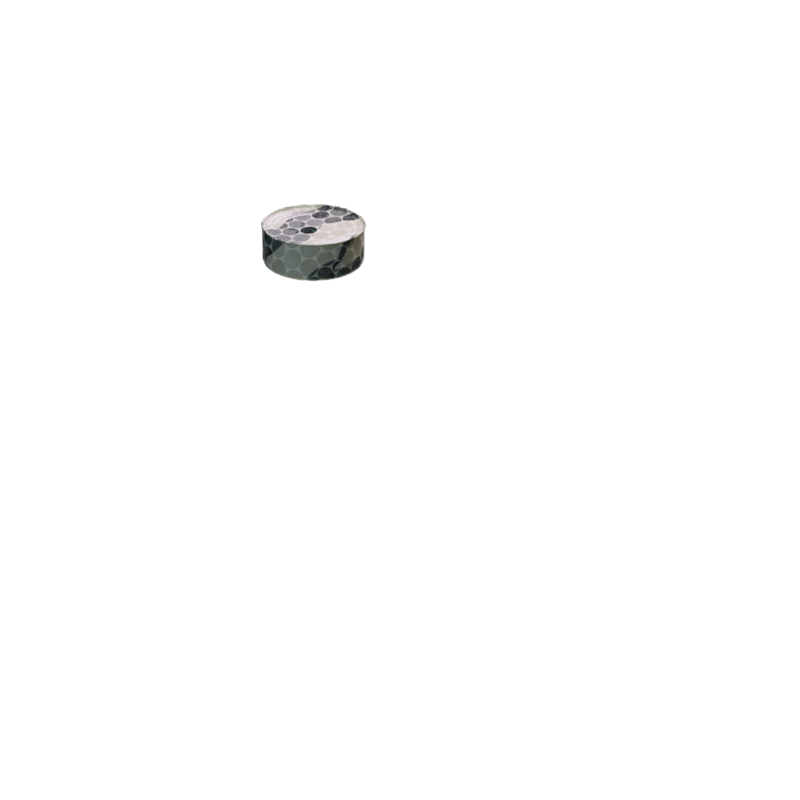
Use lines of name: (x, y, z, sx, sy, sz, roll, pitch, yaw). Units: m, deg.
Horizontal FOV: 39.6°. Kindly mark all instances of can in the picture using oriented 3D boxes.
can: (-0.072, -0.130, 0.914, 0.086, 0.032, 0.091, -1, 30, -2)
